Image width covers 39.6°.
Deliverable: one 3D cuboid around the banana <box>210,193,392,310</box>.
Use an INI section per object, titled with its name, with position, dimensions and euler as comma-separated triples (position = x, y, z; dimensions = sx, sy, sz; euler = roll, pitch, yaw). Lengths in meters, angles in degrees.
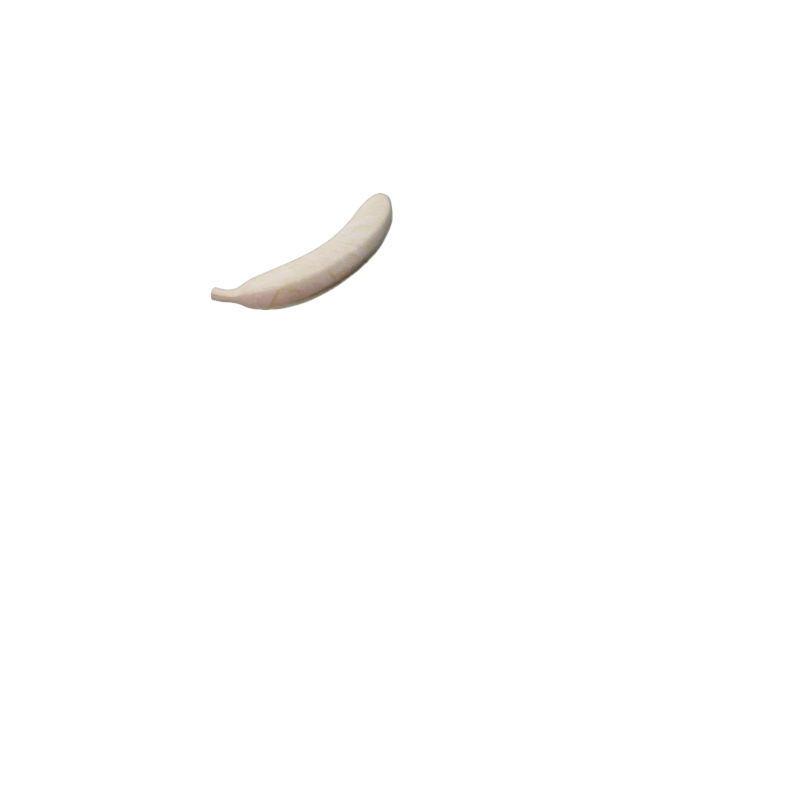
[banana]
position = -0.066, -0.125, 0.952
dimensions = 0.198, 0.034, 0.074
euler = -33, 54, -29
